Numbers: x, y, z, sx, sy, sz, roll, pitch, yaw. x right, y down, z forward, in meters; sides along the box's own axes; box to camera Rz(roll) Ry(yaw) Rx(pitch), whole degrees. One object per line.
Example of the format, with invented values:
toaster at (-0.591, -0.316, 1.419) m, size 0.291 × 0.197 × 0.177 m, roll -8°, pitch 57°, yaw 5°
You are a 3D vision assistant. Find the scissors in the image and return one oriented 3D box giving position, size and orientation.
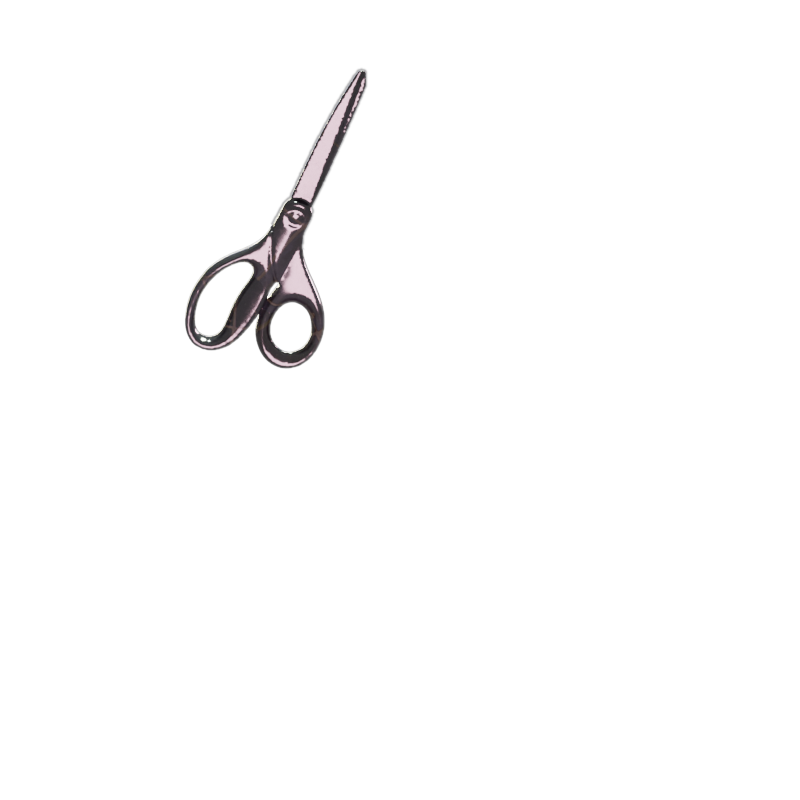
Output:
scissors at (-0.054, -0.098, 0.684) m, size 0.093 × 0.199 × 0.016 m, roll 39°, pitch 16°, yaw -14°
